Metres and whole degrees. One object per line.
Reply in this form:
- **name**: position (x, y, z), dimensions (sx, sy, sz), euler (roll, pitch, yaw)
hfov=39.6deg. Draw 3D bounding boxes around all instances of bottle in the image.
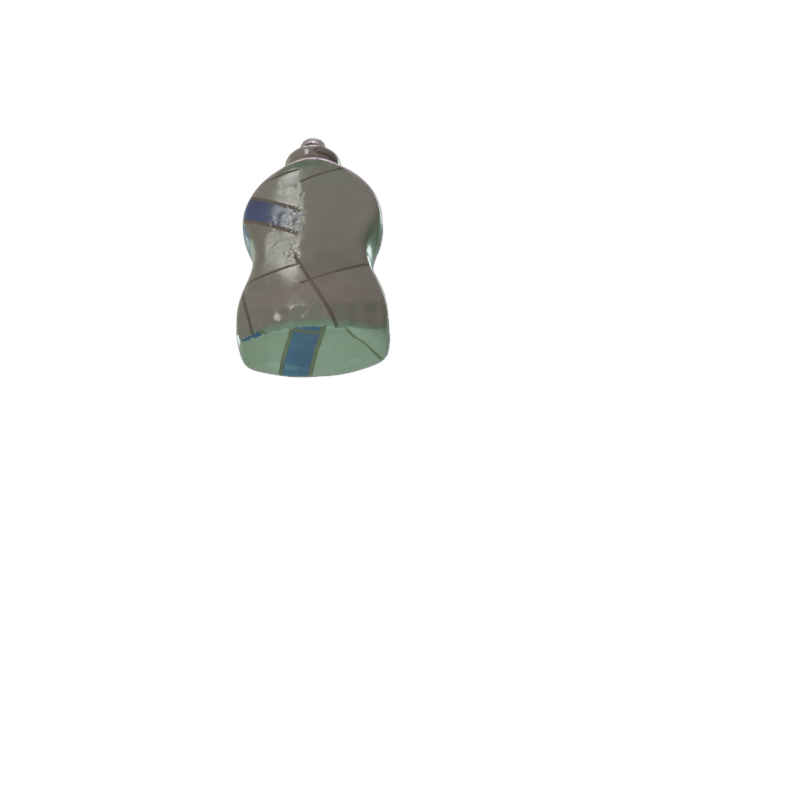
- **bottle**: position (-0.059, -0.108, 0.753), dimensions (0.096, 0.206, 0.054), euler (-5, -40, 3)
